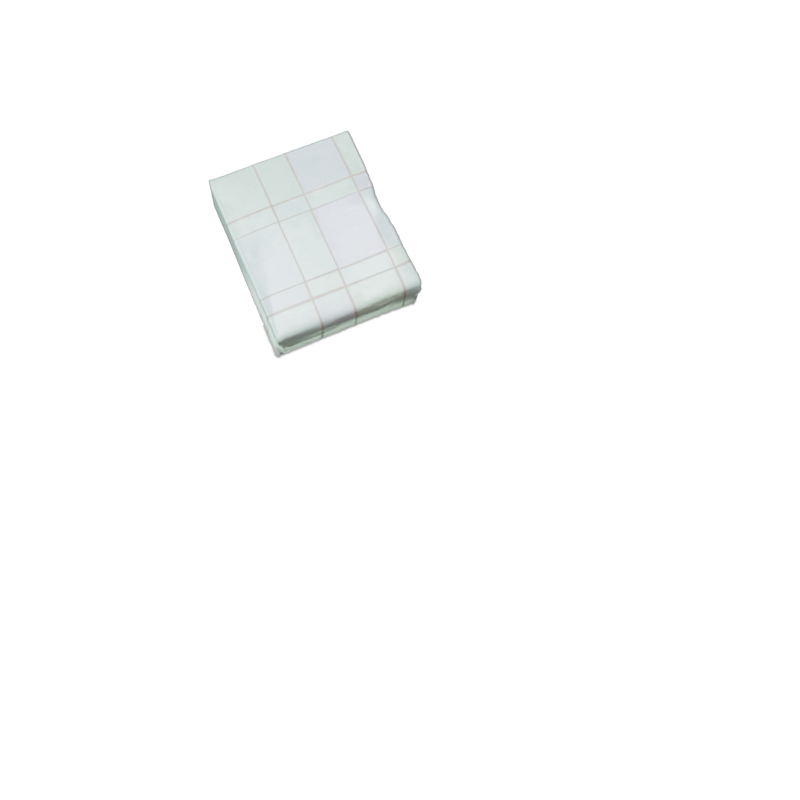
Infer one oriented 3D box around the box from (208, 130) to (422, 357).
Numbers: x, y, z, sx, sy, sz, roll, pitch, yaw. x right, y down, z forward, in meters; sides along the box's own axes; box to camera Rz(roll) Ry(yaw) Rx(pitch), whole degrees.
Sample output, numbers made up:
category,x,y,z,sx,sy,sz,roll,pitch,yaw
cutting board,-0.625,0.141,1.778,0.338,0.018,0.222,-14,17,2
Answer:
category,x,y,z,sx,sy,sz,roll,pitch,yaw
box,-0.041,-0.075,0.526,0.073,0.094,0.029,-21,-19,-8
